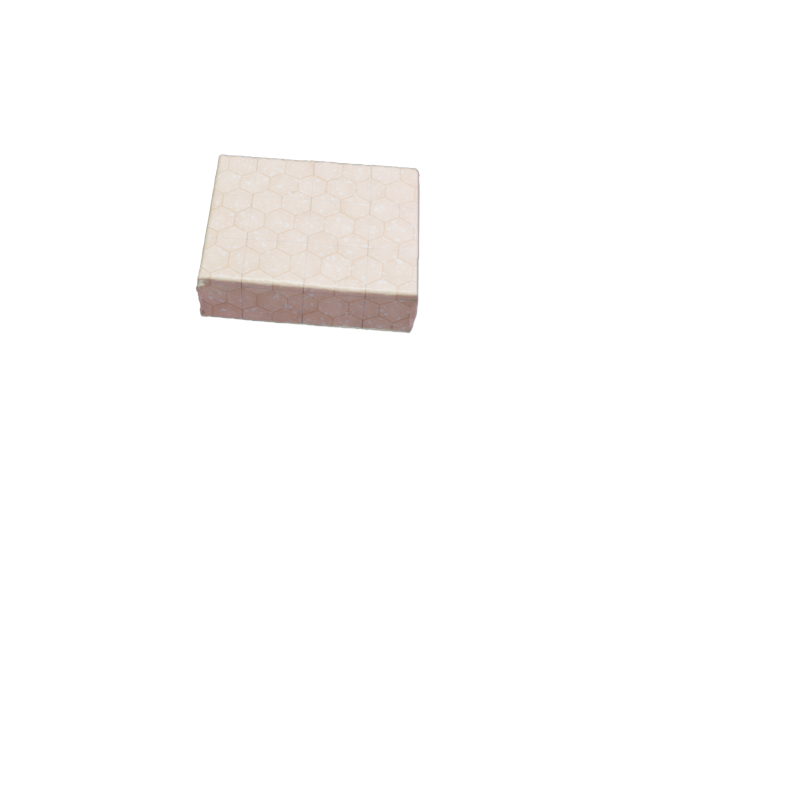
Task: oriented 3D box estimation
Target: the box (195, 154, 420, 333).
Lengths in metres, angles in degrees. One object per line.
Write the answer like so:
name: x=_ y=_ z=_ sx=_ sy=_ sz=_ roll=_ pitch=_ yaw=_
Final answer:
box: x=-0.046 y=-0.084 z=0.588 sx=0.114 sy=0.096 sz=0.036 roll=2 pitch=-39 yaw=1
